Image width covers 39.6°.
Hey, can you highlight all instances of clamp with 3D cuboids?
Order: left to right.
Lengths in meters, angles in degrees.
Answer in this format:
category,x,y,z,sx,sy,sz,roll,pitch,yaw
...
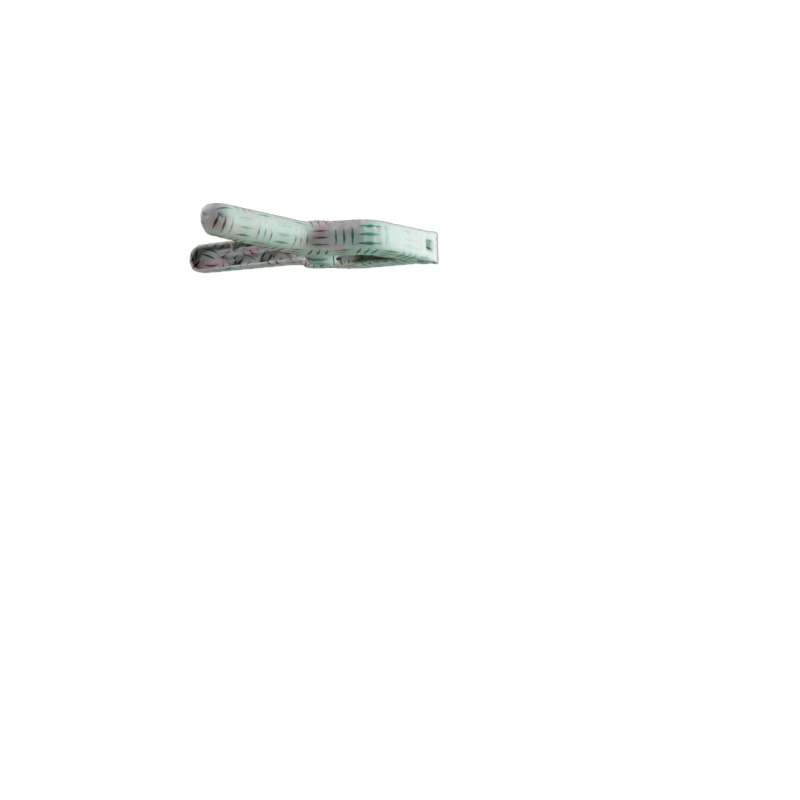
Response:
category,x,y,z,sx,sy,sz,roll,pitch,yaw
clamp,-0.070,-0.128,0.900,0.209,0.037,0.162,0,-4,-4
